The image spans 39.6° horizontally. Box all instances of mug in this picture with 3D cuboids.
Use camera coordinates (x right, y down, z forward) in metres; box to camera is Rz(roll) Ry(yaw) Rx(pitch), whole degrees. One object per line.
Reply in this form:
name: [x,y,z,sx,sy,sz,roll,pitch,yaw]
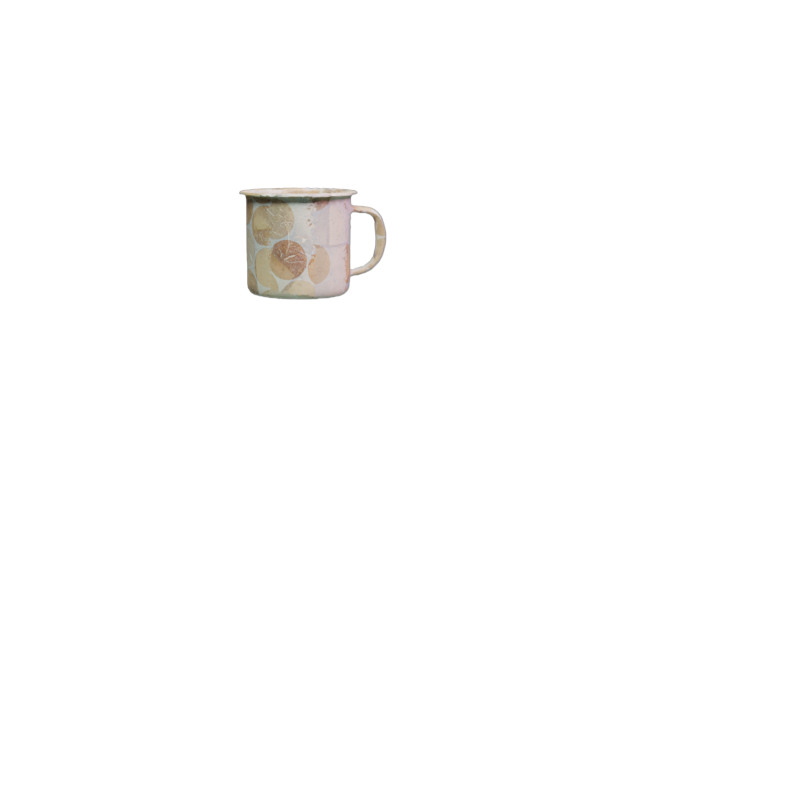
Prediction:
mug: [-0.069,-0.125,0.875,0.115,0.080,0.097,-3,11,-14]
